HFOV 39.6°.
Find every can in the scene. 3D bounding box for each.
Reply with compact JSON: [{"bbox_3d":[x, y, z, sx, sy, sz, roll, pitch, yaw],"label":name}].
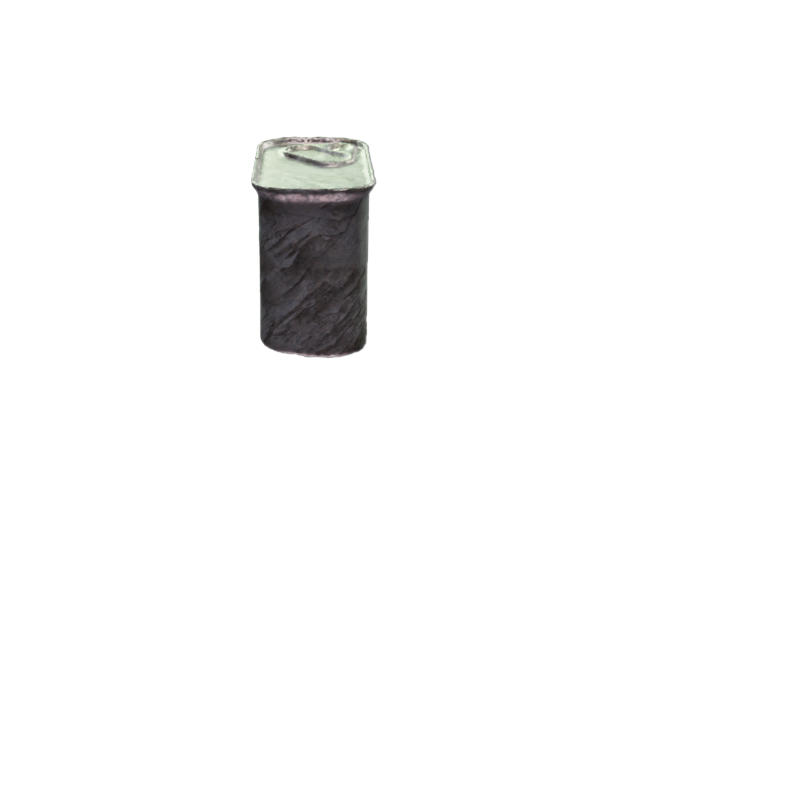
[{"bbox_3d":[-0.043,-0.079,0.550,0.057,0.080,0.107,0,23,-4],"label":"can"}]
